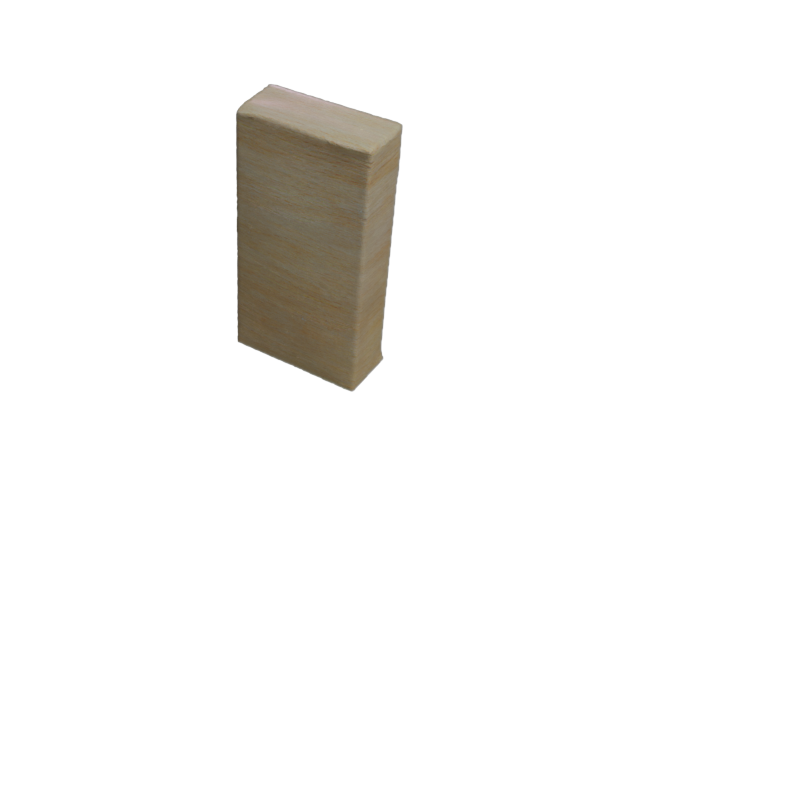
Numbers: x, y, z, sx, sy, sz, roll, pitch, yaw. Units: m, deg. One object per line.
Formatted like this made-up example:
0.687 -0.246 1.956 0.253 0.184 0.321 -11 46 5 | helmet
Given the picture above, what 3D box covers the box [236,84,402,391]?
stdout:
-0.053 -0.097 0.679 0.098 0.164 0.049 23 43 22 | box
